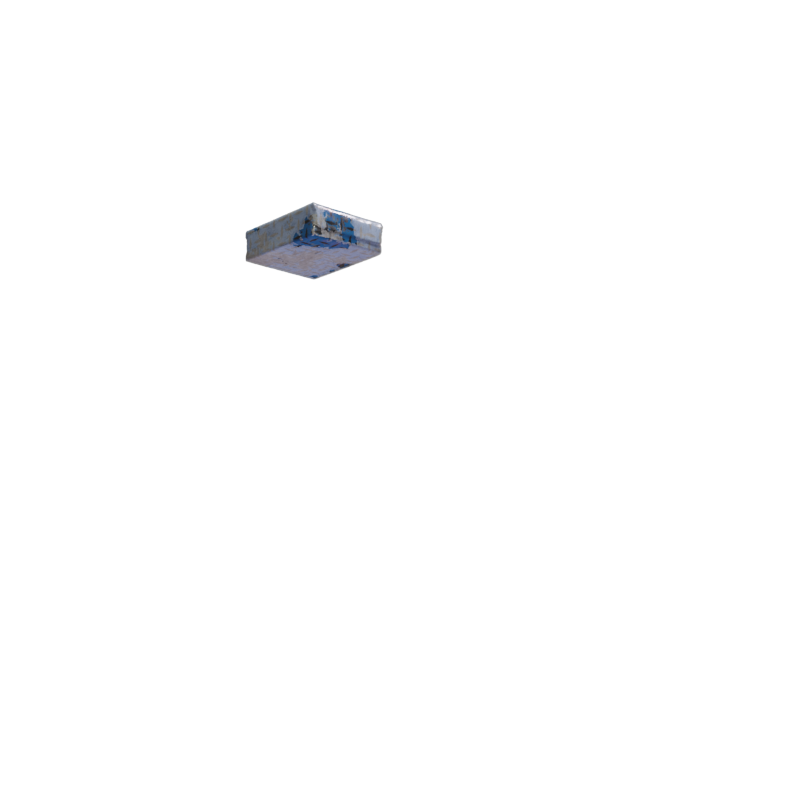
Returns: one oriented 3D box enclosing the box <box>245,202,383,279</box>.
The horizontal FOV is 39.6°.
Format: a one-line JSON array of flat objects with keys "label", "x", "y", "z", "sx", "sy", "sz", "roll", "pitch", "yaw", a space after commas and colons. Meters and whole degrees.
[{"label": "box", "x": -0.070, "y": -0.127, "z": 0.891, "sx": 0.069, "sy": 0.031, "sz": 0.090, "roll": 12, "pitch": -18, "yaw": -40}]
